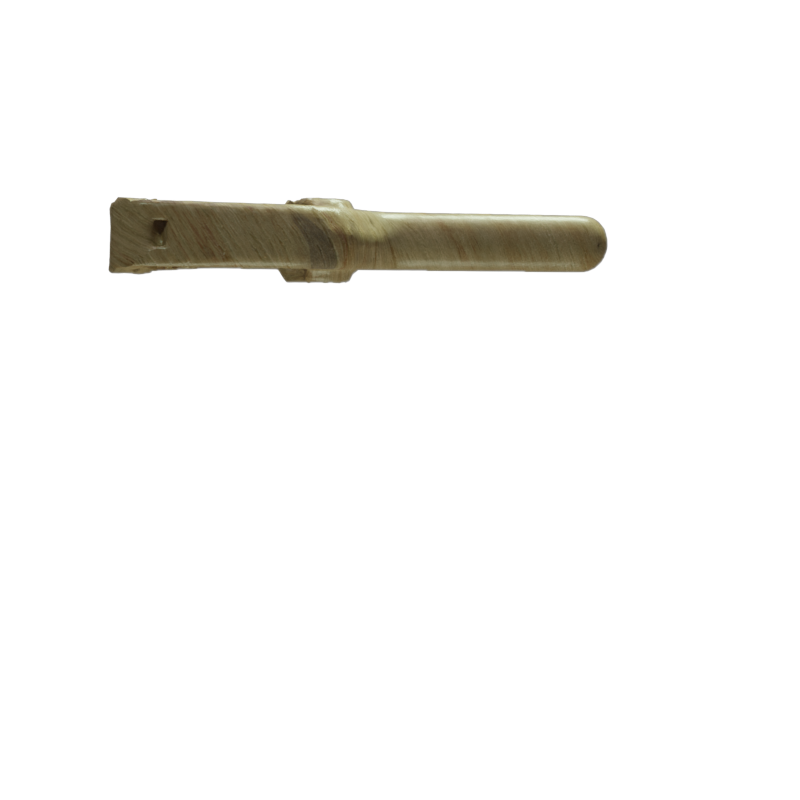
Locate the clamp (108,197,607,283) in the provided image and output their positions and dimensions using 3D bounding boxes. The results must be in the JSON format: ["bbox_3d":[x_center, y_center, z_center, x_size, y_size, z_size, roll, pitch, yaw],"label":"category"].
[{"bbox_3d":[-0.038,-0.070,0.492,0.203,0.036,0.171,-5,8,-35],"label":"clamp"}]
